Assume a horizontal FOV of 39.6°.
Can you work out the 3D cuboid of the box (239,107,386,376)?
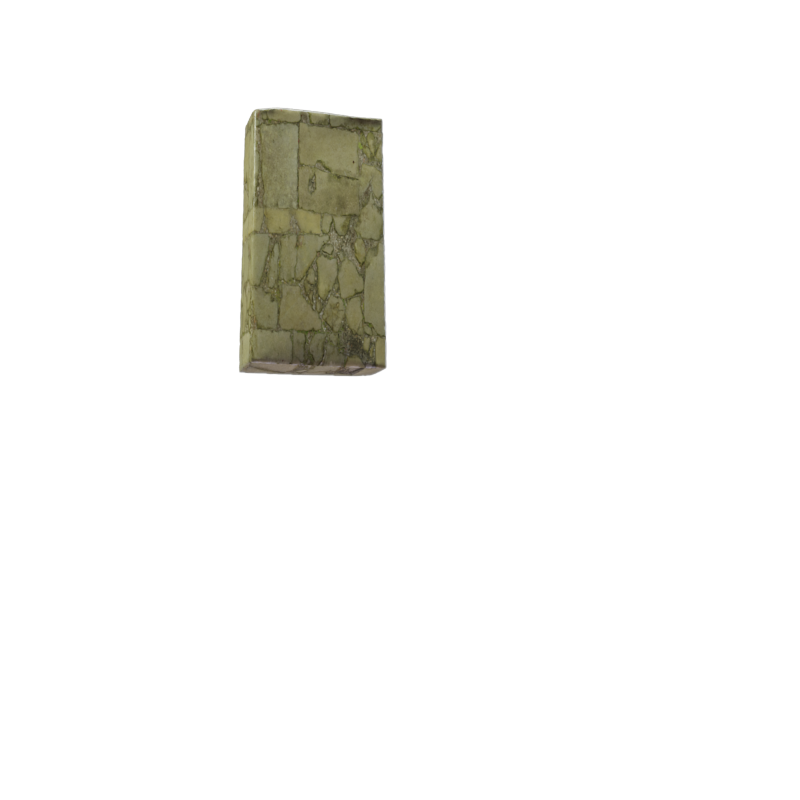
[{"bbox_3d":[-0.058,-0.106,0.742,0.091,0.182,0.047,3,-15,-15],"label":"box"}]
